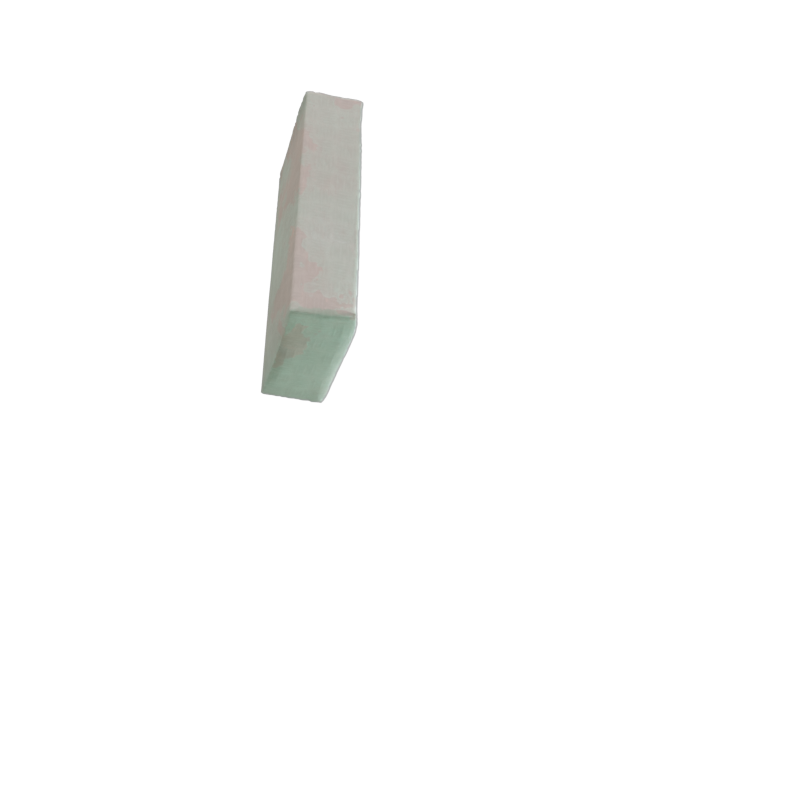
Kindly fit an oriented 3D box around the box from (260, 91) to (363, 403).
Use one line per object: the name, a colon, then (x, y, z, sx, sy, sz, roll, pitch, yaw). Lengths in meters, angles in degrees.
box: (-0.055, -0.099, 0.693, 0.047, 0.189, 0.089, 8, -37, -14)
